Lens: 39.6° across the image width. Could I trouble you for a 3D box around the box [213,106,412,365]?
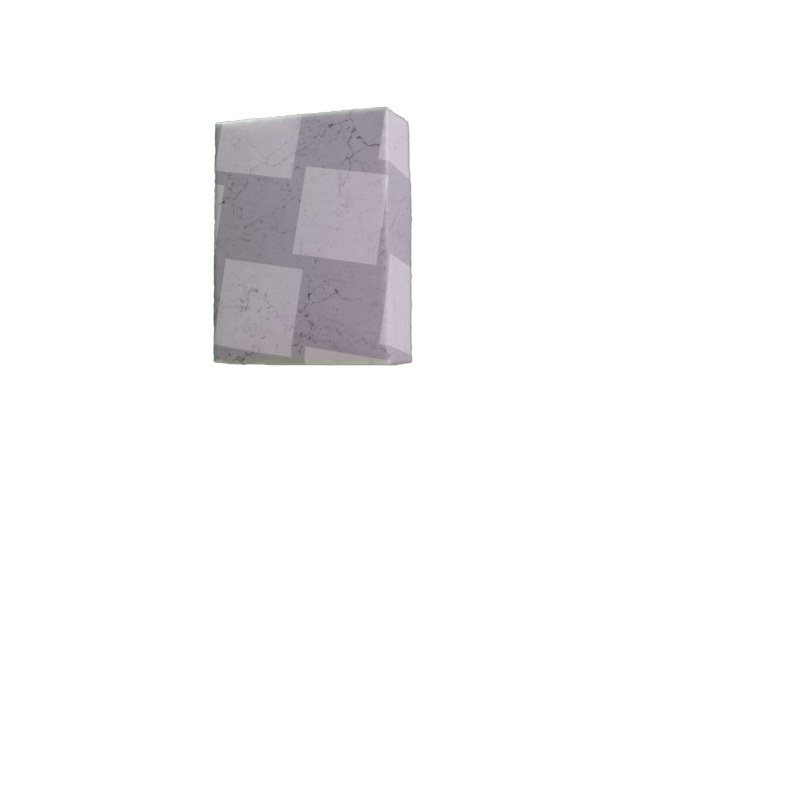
[{"bbox_3d":[-0.075,-0.138,0.964,0.168,0.217,0.069,-1,-5,21],"label":"box"}]
